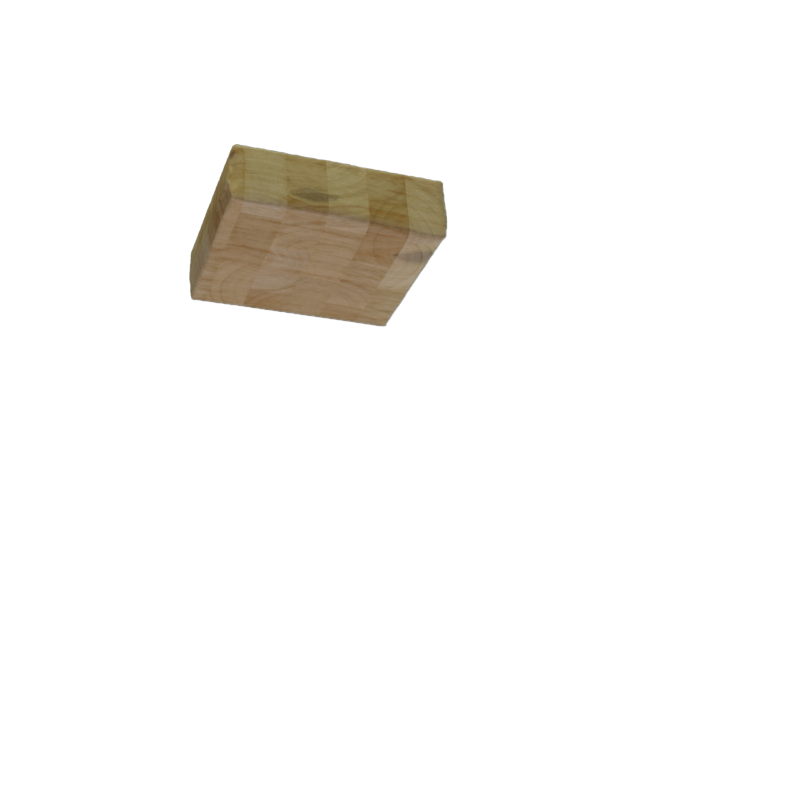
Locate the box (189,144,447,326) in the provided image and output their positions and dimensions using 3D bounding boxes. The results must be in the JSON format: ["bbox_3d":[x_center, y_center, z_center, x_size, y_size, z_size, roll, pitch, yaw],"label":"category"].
[{"bbox_3d":[-0.044,-0.081,0.567,0.110,0.042,0.086,10,-33,-16],"label":"box"}]
